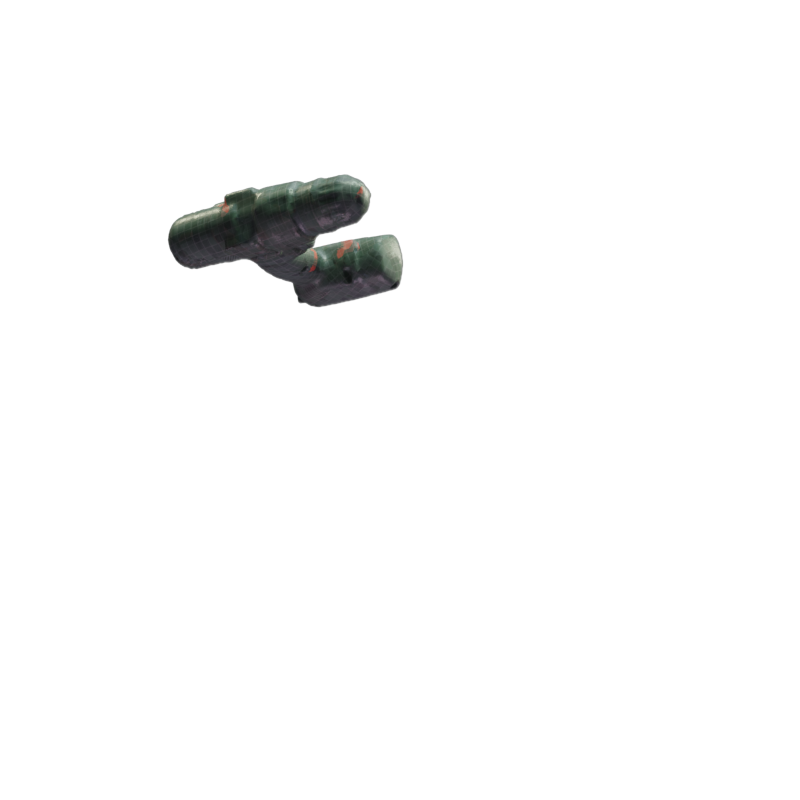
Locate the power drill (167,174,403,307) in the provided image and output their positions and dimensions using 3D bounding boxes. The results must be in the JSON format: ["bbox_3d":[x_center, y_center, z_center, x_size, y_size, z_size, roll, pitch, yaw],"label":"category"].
[{"bbox_3d":[-0.073,-0.134,0.938,0.189,0.060,0.176,-8,-15,30],"label":"power drill"}]
